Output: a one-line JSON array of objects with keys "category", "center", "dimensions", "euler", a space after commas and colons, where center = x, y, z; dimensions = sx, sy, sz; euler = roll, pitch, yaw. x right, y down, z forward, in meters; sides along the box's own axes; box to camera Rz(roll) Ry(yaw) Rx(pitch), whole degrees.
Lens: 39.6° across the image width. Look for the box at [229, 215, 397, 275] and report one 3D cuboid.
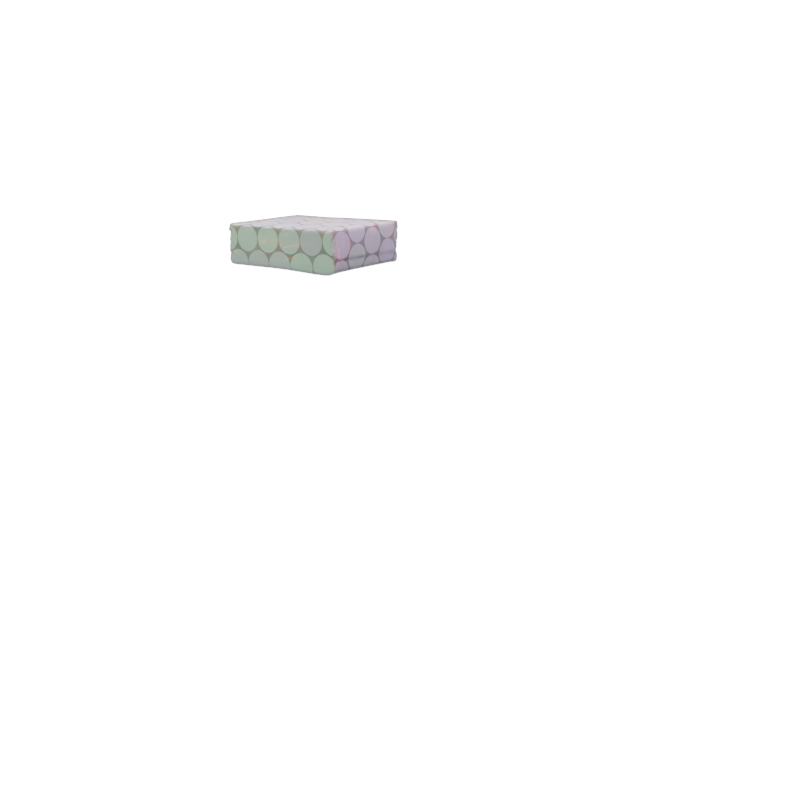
[{"category": "box", "center": [-0.073, -0.132, 0.927], "dimensions": [0.119, 0.038, 0.088], "euler": [12, 19, 36]}]
